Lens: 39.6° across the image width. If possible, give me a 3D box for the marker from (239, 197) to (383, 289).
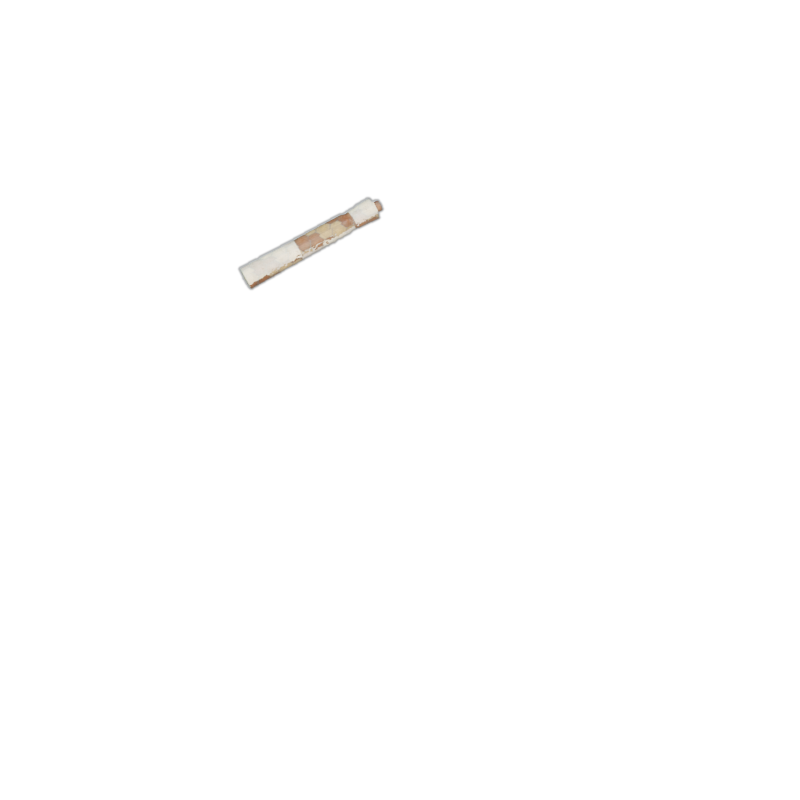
[{"bbox_3d":[-0.067,-0.122,0.858,0.121,0.019,0.020,-30,9,-7],"label":"marker"}]
